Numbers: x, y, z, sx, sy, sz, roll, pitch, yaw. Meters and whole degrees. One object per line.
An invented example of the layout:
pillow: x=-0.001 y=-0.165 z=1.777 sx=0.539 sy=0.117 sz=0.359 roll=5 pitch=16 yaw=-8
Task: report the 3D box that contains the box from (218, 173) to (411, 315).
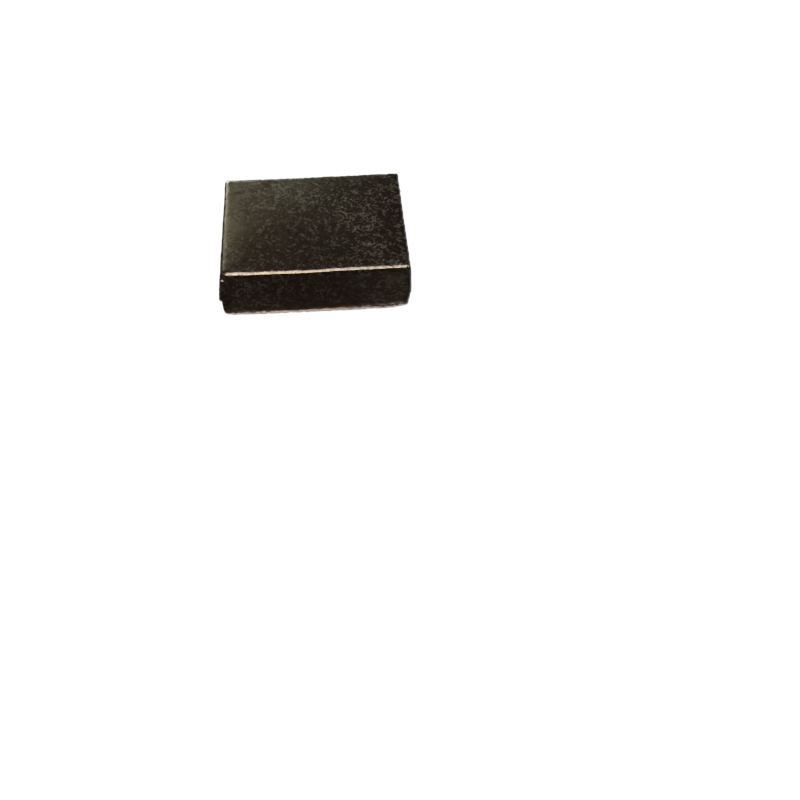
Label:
box: x=-0.053 y=-0.097 z=0.678 sx=0.113 sy=0.097 sz=0.036 roll=-2 pitch=-44 yaw=-2
